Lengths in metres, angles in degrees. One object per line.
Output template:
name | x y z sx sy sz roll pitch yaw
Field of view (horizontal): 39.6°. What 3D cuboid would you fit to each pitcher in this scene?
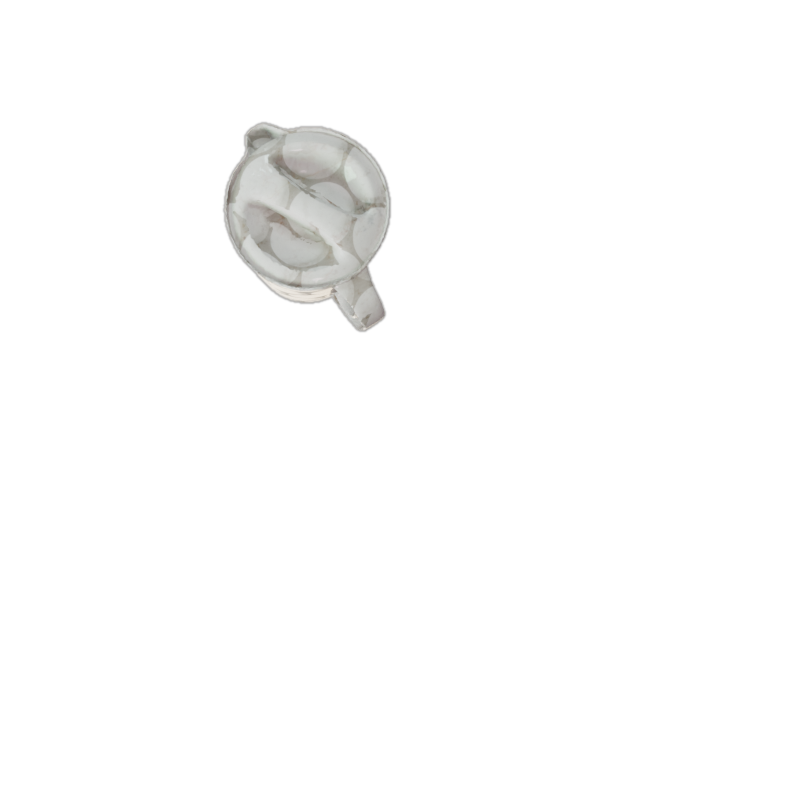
pitcher | -0.078 -0.142 0.995 0.145 0.151 0.240 11 -4 -3
